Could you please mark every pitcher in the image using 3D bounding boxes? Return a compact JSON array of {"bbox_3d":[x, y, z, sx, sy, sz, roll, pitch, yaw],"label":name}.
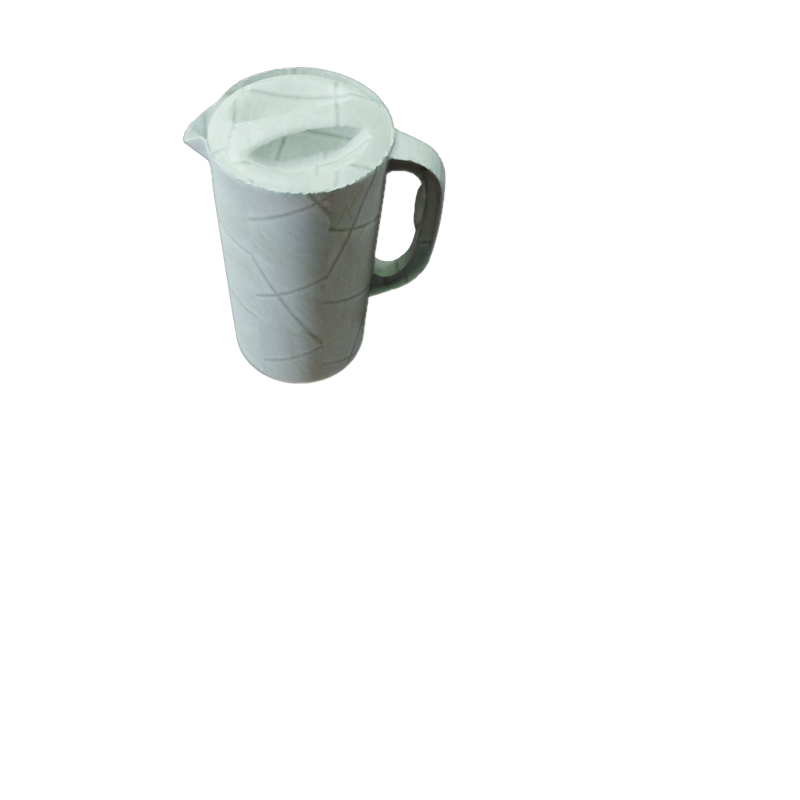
[{"bbox_3d":[-0.067,-0.121,0.850,0.145,0.227,0.160,-31,59,-25],"label":"pitcher"}]
